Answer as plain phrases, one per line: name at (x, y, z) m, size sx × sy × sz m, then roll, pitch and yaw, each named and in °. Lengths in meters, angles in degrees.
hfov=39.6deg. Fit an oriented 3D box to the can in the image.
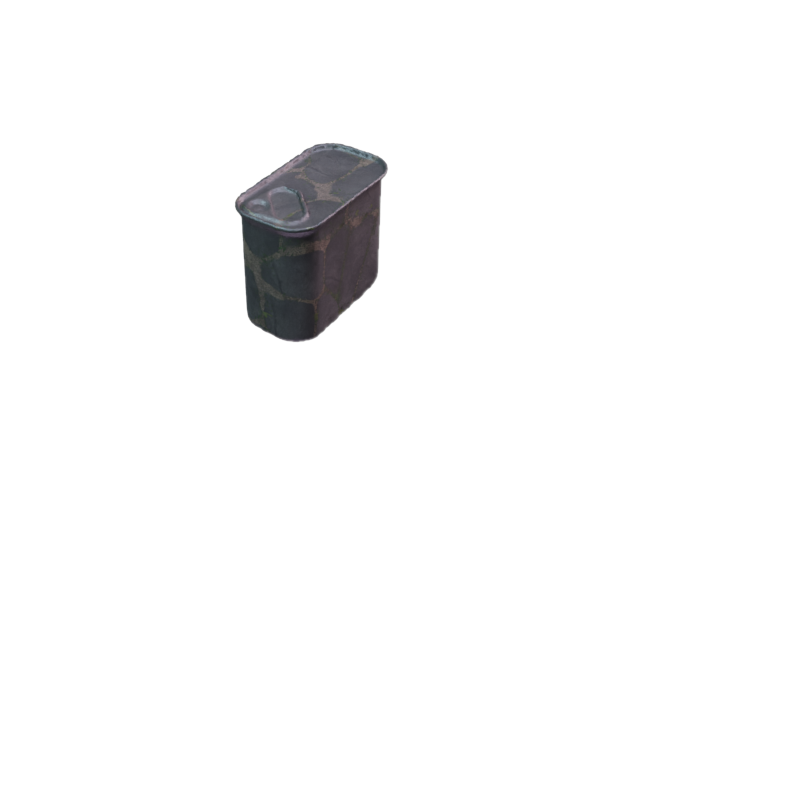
can at (-0.053, -0.097, 0.679) m, size 0.060 × 0.078 × 0.104 m, roll 21°, pitch 42°, yaw 24°
